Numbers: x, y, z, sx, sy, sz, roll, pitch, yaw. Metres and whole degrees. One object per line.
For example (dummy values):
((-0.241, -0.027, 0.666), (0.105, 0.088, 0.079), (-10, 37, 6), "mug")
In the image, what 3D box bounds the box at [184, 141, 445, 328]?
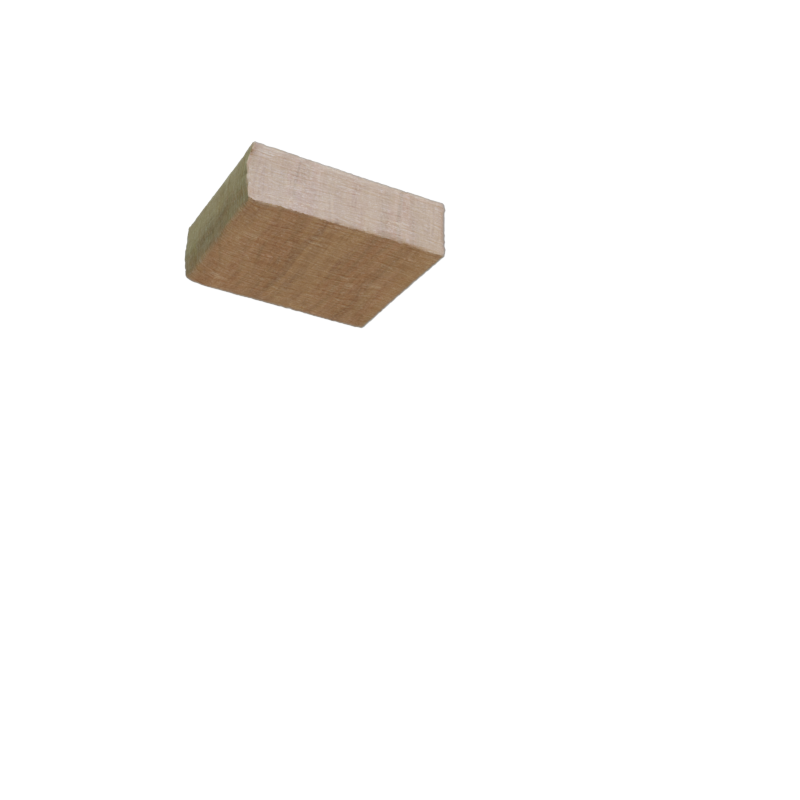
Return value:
((-0.046, -0.083, 0.584), (0.109, 0.041, 0.088), (13, -31, -25), "box")
